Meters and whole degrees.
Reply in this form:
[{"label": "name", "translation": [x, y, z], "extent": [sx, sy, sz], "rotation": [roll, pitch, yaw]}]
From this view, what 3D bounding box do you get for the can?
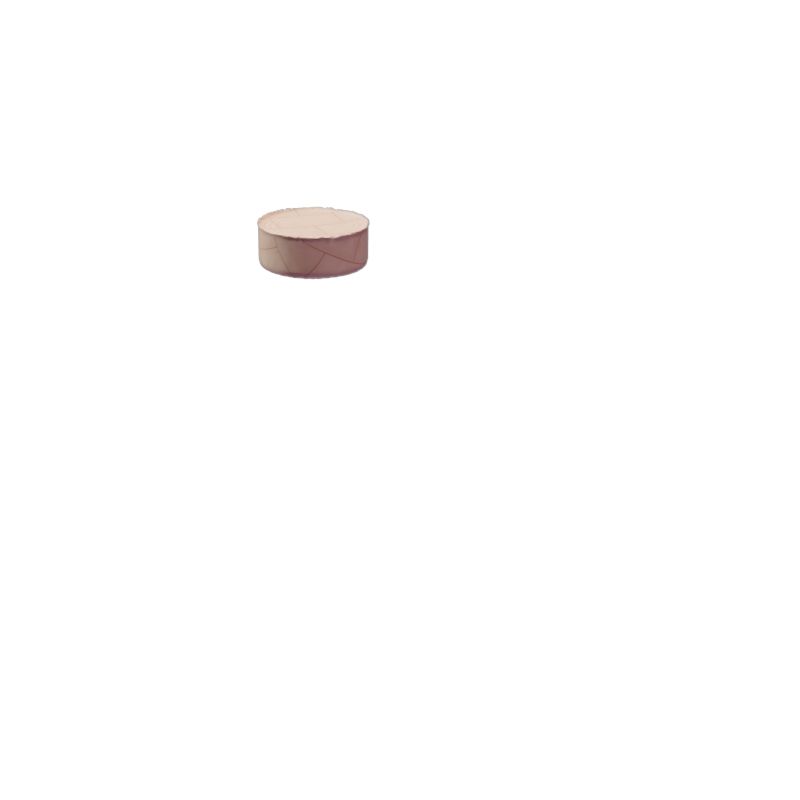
[{"label": "can", "translation": [-0.066, -0.121, 0.847], "extent": [0.086, 0.032, 0.090], "rotation": [-1, 23, -2]}]
